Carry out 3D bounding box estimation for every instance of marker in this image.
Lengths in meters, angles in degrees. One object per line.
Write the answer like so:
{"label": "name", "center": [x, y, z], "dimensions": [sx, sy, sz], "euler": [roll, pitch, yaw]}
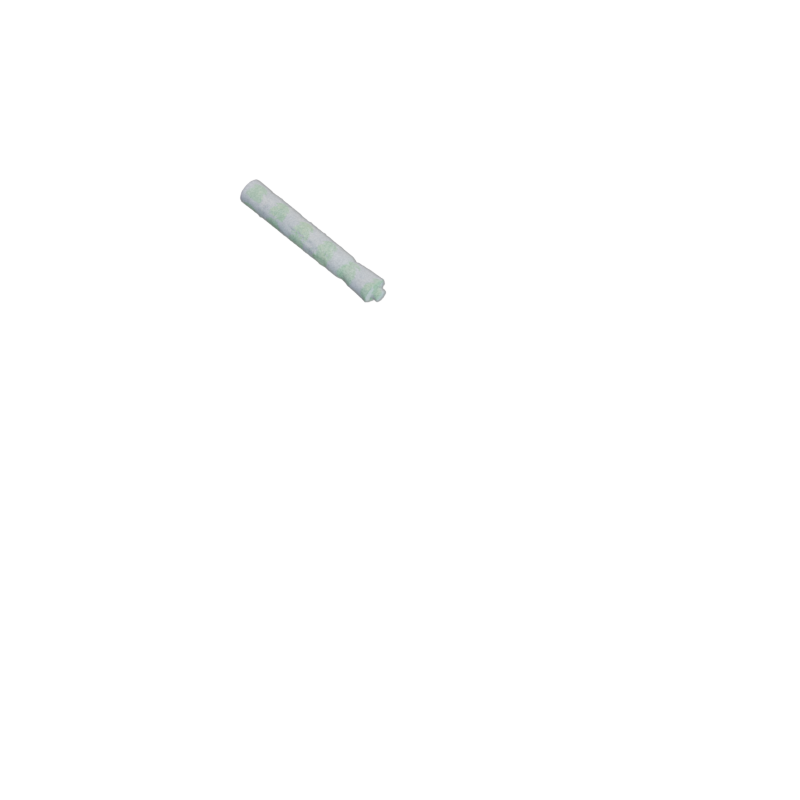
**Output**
{"label": "marker", "center": [-0.057, -0.104, 0.728], "dimensions": [0.127, 0.019, 0.019], "euler": [40, 20, 21]}
